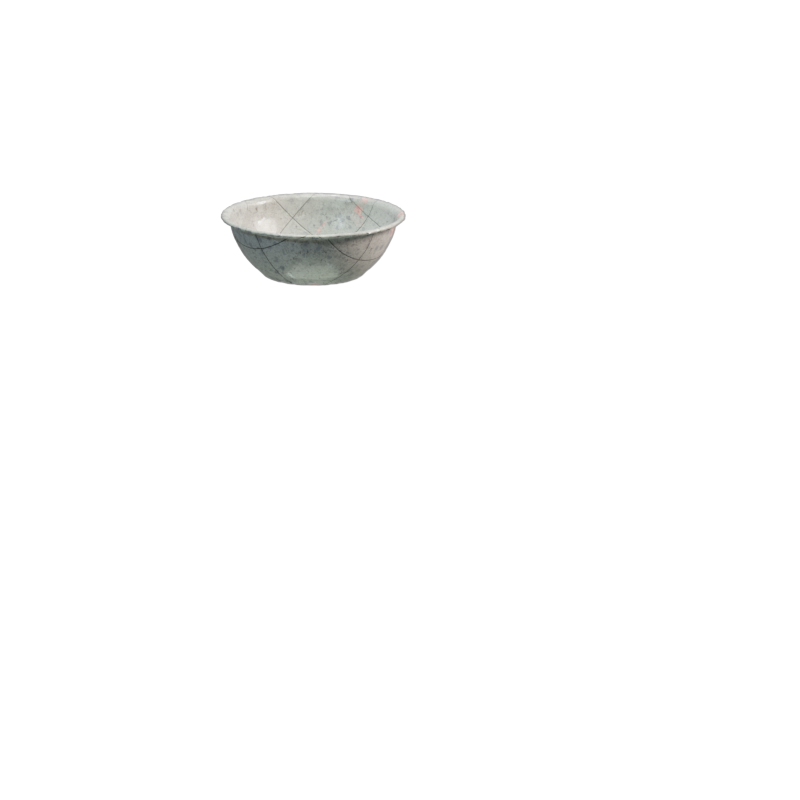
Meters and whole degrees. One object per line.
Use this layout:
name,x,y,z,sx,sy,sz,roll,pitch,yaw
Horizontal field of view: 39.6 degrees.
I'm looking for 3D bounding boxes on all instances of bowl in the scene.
bowl,-0.076,-0.139,0.976,0.162,0.053,0.169,-1,21,-2
